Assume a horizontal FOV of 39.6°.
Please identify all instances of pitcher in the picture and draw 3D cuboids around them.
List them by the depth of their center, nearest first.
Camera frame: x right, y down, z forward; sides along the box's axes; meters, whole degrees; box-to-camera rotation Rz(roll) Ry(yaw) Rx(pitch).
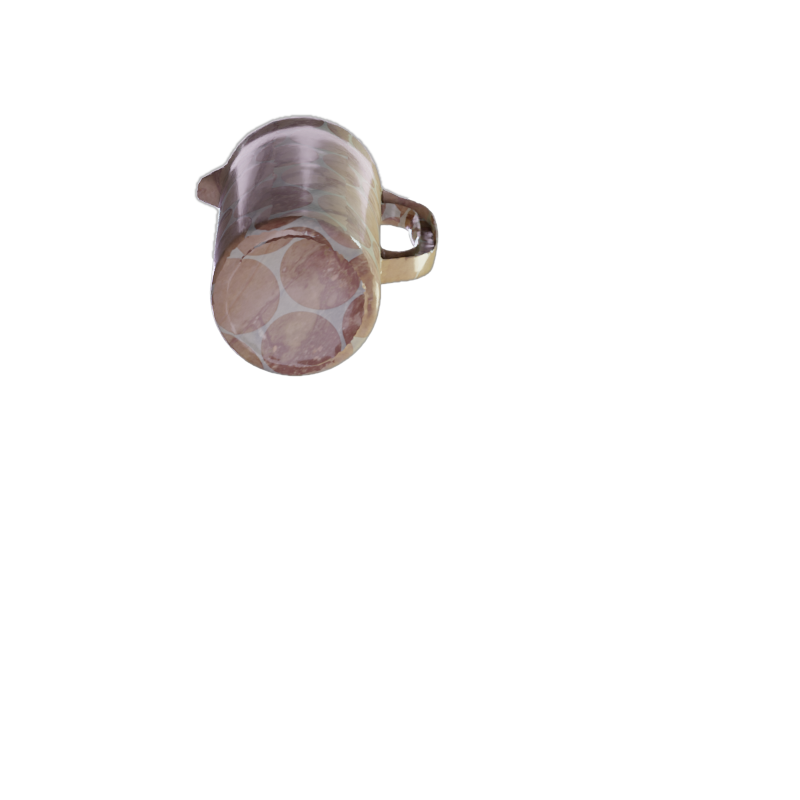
[{"bbox_3d":[-0.063,-0.114,0.800,0.149,0.138,0.256,-34,22,12],"label":"pitcher"}]
